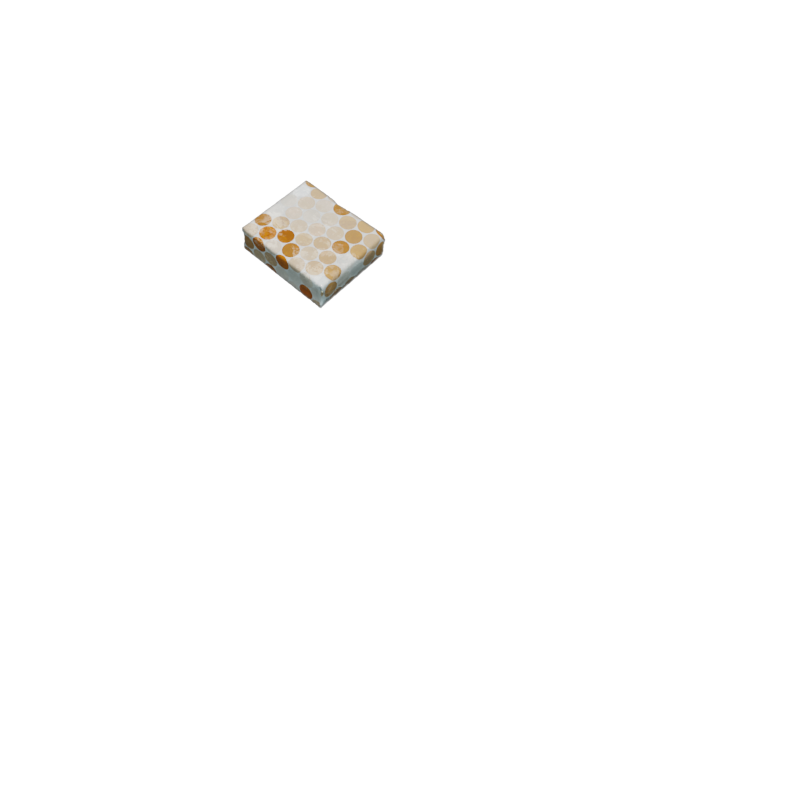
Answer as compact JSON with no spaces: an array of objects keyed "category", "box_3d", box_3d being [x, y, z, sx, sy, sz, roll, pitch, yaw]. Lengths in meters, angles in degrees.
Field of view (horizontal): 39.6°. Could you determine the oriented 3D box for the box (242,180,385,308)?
[{"category":"box","box_3d":[-0.069,-0.126,0.880,0.094,0.028,0.074,37,61,24]}]
